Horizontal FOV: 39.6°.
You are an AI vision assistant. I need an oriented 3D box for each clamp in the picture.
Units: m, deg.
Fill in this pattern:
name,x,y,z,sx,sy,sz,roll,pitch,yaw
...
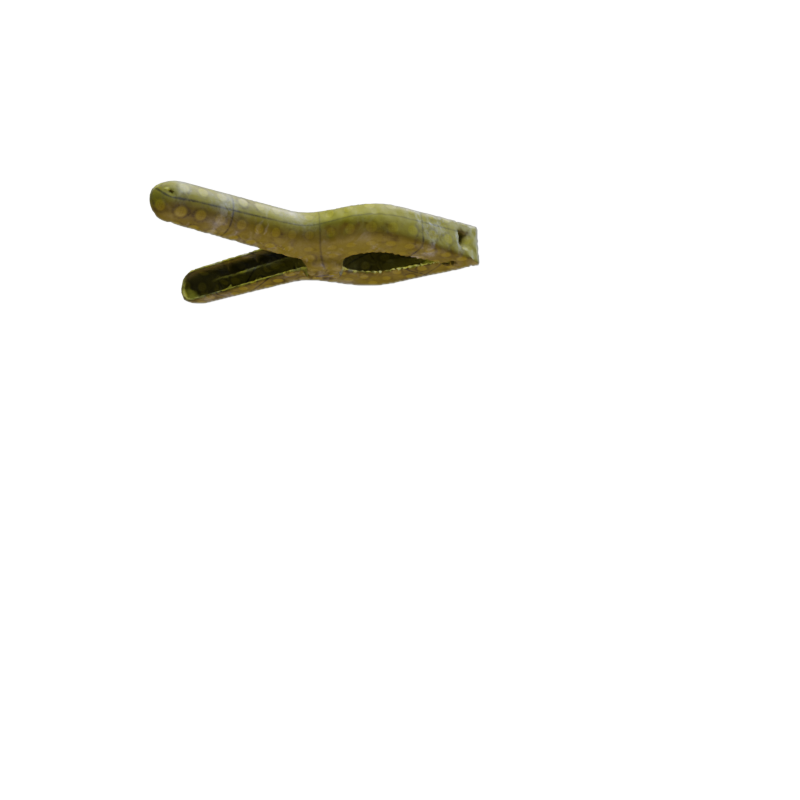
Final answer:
name,x,y,z,sx,sy,sz,roll,pitch,yaw
clamp,-0.056,-0.102,0.712,0.212,0.038,0.156,-2,-15,6
